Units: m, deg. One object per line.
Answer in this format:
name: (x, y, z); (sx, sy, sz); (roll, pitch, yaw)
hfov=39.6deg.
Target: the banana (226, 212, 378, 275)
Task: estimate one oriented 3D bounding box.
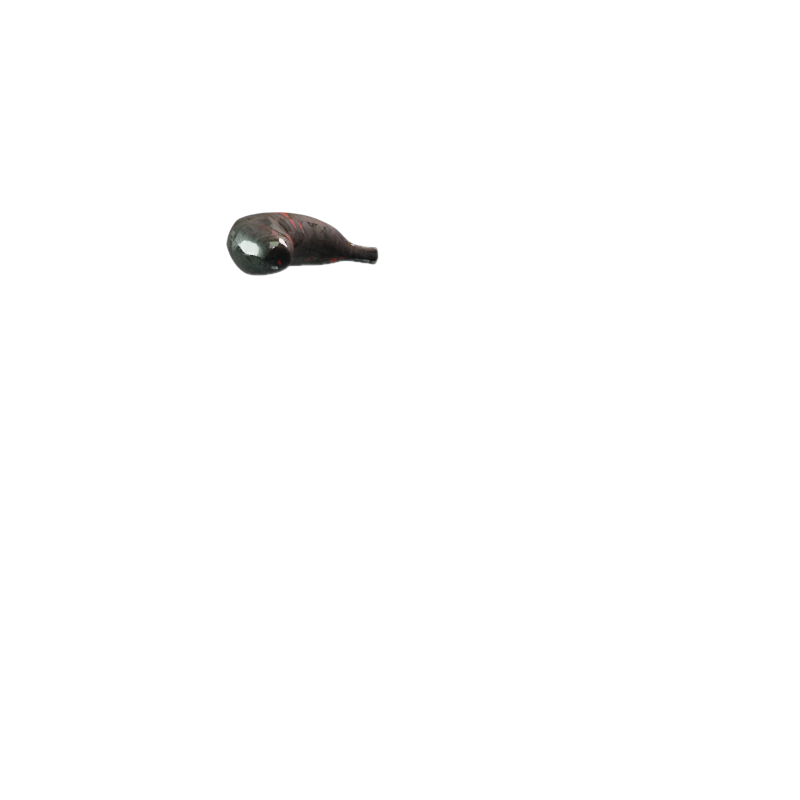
banana: (-0.071, -0.100, 0.699); (0.071, 0.036, 0.196); (2, 10, 15)
